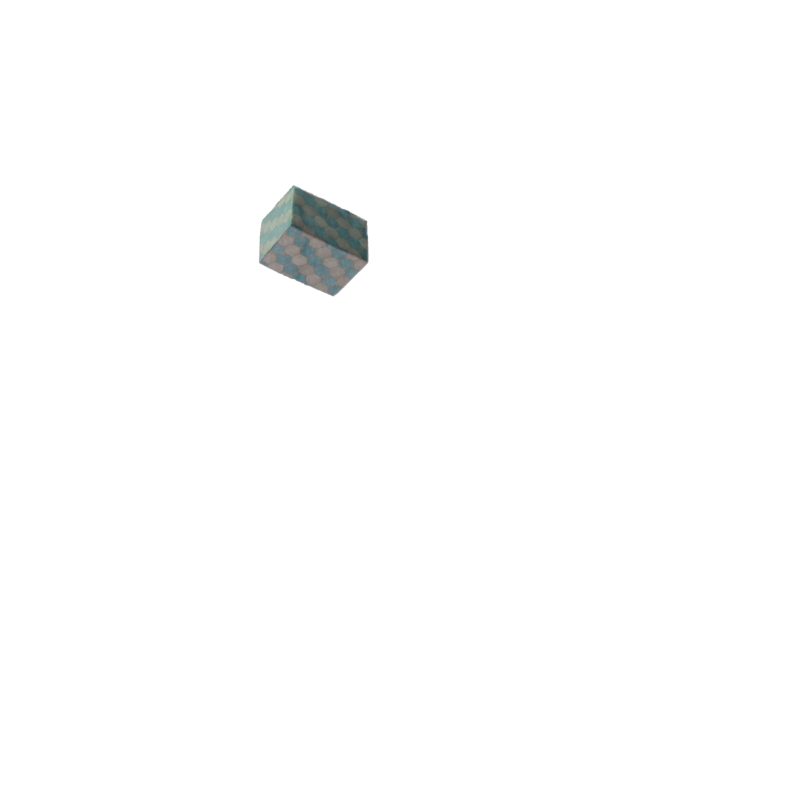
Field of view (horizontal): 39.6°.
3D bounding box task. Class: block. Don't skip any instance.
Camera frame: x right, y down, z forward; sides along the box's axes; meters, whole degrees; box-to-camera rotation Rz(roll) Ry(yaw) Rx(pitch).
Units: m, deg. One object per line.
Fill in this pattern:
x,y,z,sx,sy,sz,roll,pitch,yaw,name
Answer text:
-0.072,-0.132,0.923,0.074,0.055,0.052,24,-47,-26,block
